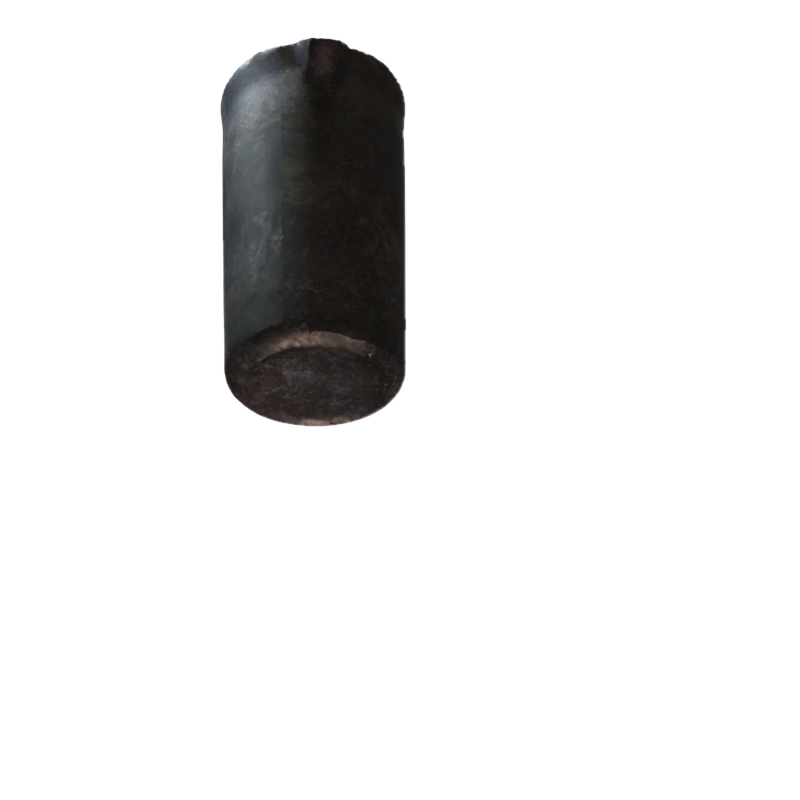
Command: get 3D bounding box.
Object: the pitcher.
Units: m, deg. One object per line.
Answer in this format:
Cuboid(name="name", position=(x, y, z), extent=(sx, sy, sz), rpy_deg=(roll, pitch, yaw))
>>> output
Cuboid(name="pitcher", position=(-0.058, -0.105, 0.736), extent=(0.145, 0.260, 0.138), rpy_deg=(-25, -42, 27))
